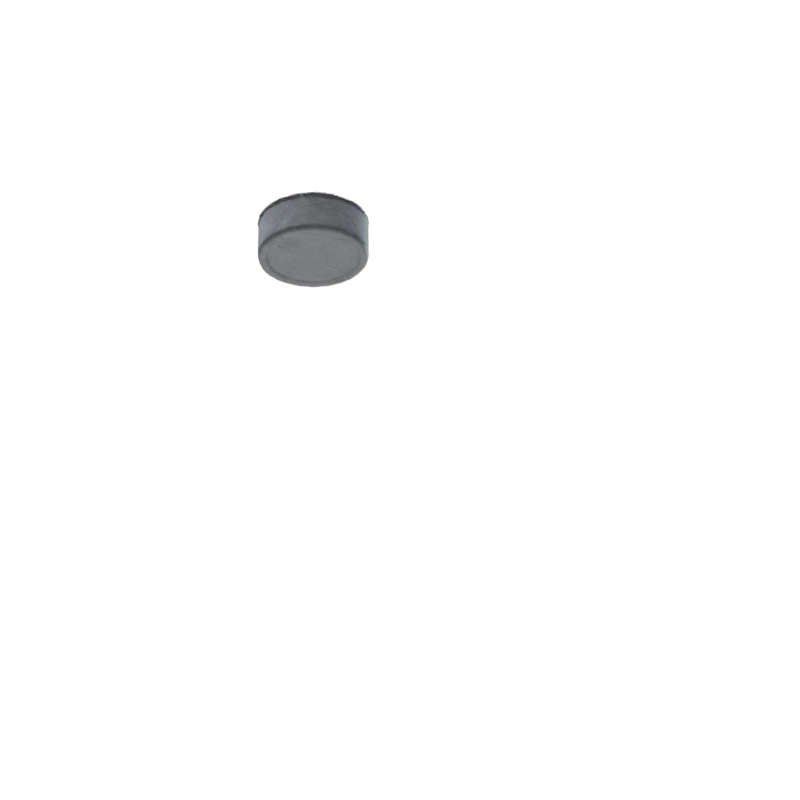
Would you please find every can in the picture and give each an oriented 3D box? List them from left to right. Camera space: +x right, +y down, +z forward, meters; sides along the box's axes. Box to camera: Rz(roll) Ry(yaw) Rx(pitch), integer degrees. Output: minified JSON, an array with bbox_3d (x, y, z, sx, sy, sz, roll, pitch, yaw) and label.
[{"bbox_3d":[-0.066,-0.121,0.847,0.086,0.036,0.081,1,-27,-2],"label":"can"}]
